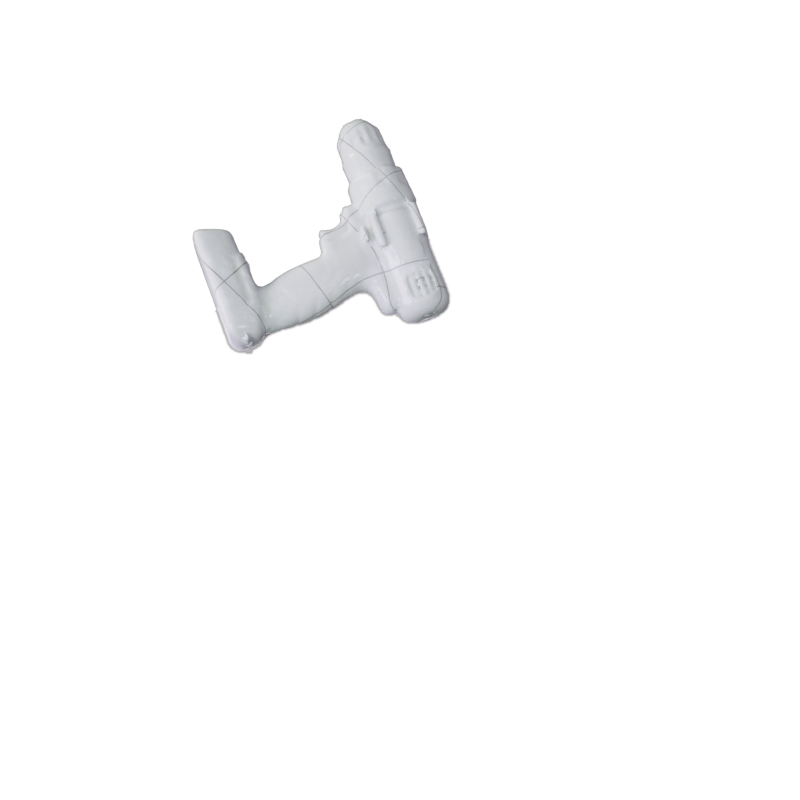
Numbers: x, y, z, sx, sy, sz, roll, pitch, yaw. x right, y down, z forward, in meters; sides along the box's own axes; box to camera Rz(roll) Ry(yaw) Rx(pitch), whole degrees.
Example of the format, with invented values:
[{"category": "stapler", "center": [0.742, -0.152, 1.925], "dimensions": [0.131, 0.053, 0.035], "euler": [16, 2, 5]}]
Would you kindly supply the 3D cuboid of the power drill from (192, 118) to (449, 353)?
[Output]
[{"category": "power drill", "center": [-0.071, -0.130, 0.913], "dimensions": [0.187, 0.194, 0.055], "euler": [-19, -19, -7]}]
